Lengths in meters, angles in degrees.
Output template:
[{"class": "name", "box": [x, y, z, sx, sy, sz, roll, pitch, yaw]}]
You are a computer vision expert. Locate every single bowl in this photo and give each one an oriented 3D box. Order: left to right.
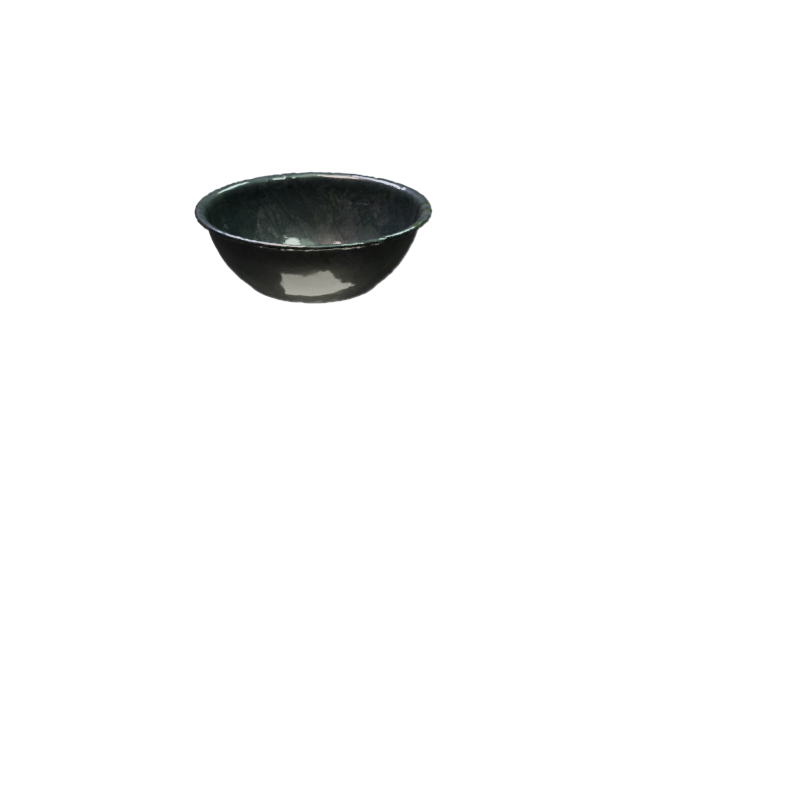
[{"class": "bowl", "box": [-0.060, -0.109, 0.762, 0.162, 0.052, 0.171, -1, 27, -2]}]
